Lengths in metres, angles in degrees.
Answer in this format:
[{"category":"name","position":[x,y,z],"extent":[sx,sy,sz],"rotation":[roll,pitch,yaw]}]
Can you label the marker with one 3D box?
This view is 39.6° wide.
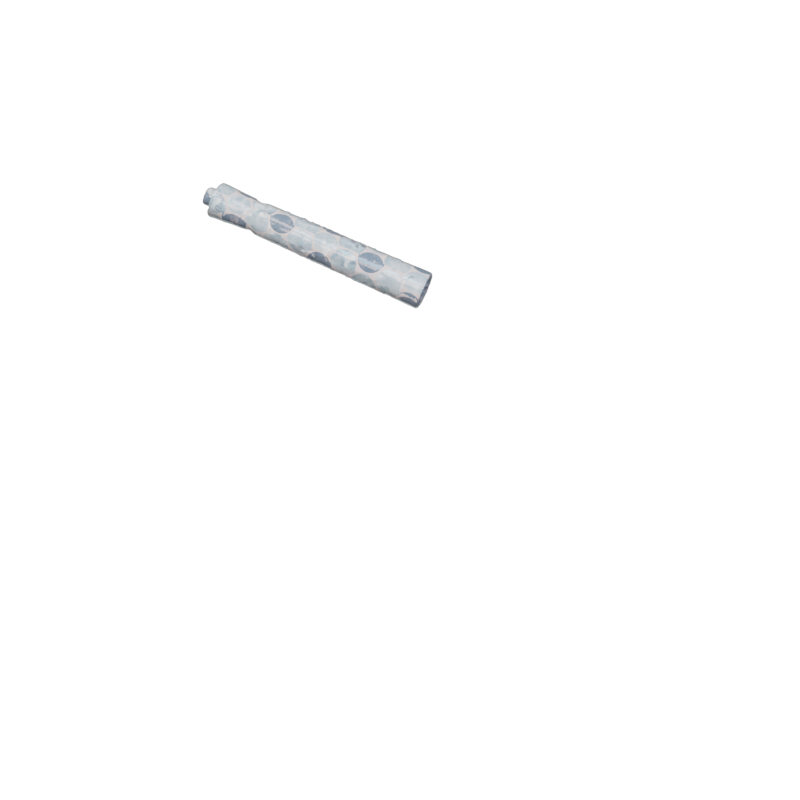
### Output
[{"category":"marker","position":[-0.043,-0.078,0.548],"extent":[0.124,0.019,0.019],"rotation":[25,9,12]}]
